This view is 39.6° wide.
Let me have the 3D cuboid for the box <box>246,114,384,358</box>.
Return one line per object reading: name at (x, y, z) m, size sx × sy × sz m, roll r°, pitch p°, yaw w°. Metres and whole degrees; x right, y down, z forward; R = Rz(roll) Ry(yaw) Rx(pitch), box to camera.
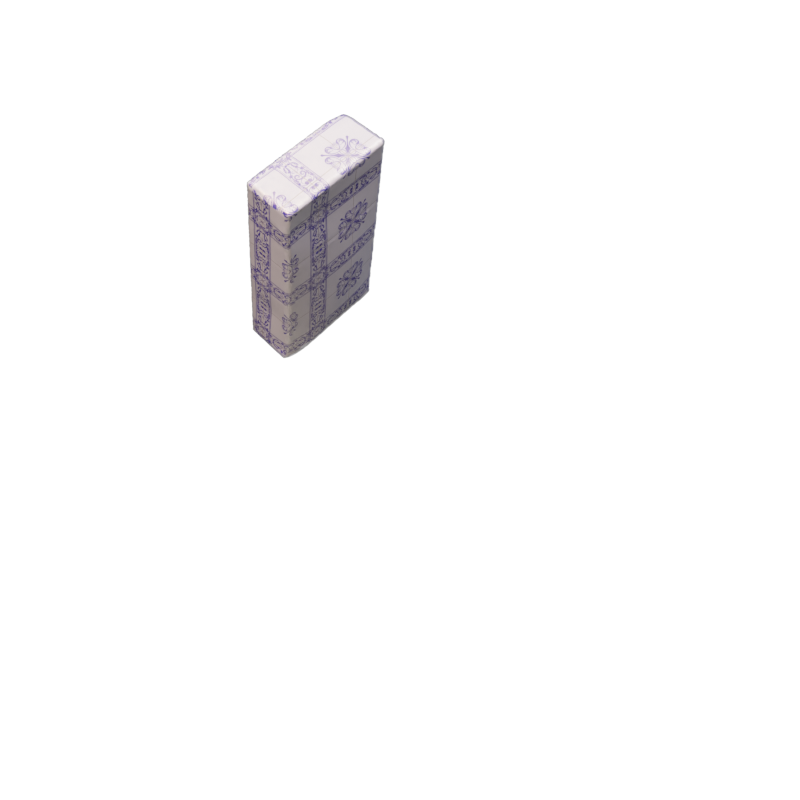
box at (-0.061, -0.112, 0.780) m, size 0.051 × 0.095 × 0.165 m, roll 38°, pitch -28°, yaw 19°
